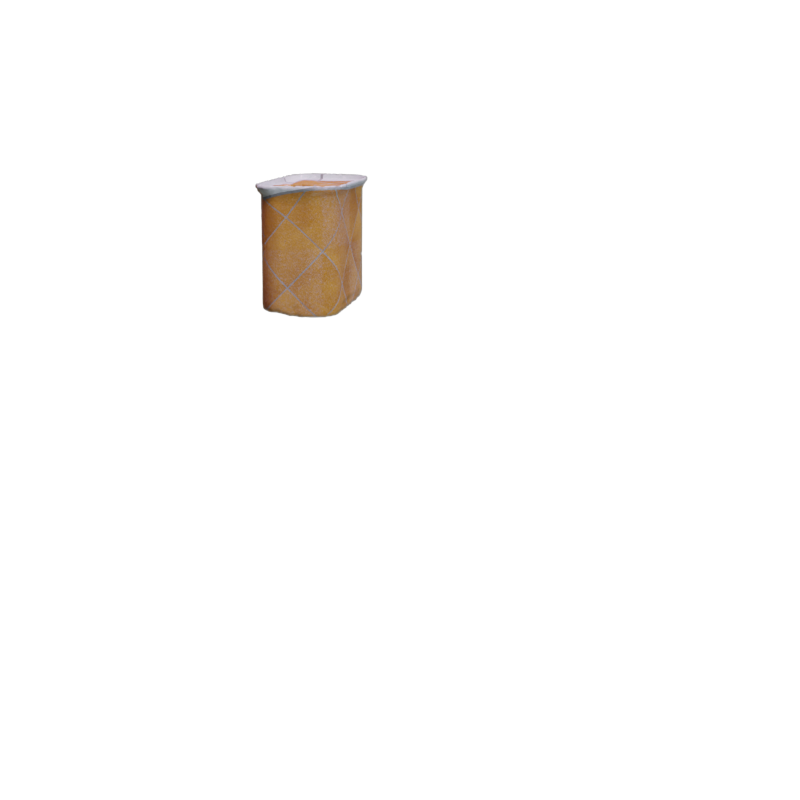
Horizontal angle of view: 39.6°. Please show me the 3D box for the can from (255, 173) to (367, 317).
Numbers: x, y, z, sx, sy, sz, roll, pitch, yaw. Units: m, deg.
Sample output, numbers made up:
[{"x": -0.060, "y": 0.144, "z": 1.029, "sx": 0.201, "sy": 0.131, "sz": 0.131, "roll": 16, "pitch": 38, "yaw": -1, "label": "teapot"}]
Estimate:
[{"x": -0.058, "y": -0.105, "z": 0.739, "sx": 0.059, "sy": 0.082, "sz": 0.103, "roll": 3, "pitch": 13, "yaw": 12, "label": "can"}]
